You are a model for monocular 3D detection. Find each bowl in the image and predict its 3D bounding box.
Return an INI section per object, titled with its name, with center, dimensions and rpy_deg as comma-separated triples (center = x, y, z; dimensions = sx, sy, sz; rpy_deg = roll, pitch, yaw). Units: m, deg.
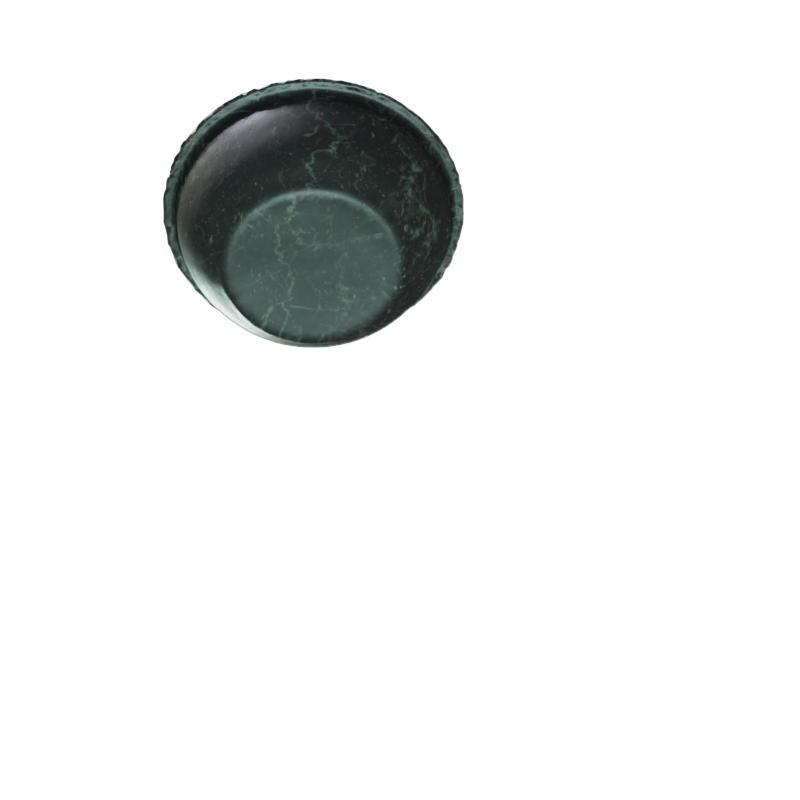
[bowl]
center = -0.045, -0.082, 0.575
dimensions = 0.162, 0.152, 0.059
rpy_deg = 1, 34, -1
